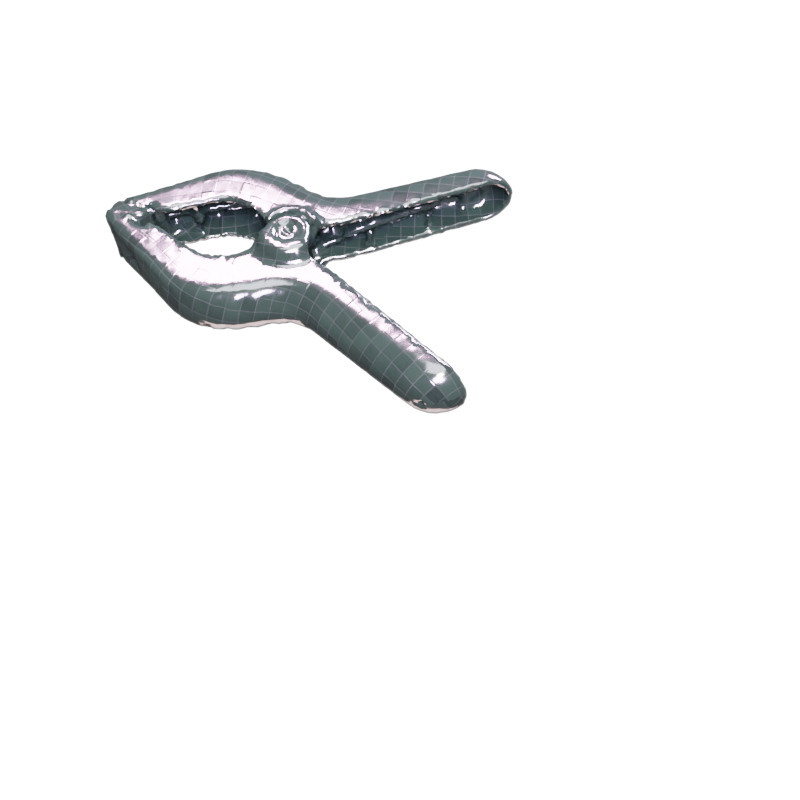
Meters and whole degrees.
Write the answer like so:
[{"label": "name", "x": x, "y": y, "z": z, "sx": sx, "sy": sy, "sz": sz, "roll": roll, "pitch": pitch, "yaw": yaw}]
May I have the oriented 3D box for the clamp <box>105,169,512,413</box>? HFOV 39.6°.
[{"label": "clamp", "x": -0.037, "y": -0.067, "z": 0.470, "sx": 0.177, "sy": 0.125, "sz": 0.036, "roll": 18, "pitch": -40, "yaw": 16}]
